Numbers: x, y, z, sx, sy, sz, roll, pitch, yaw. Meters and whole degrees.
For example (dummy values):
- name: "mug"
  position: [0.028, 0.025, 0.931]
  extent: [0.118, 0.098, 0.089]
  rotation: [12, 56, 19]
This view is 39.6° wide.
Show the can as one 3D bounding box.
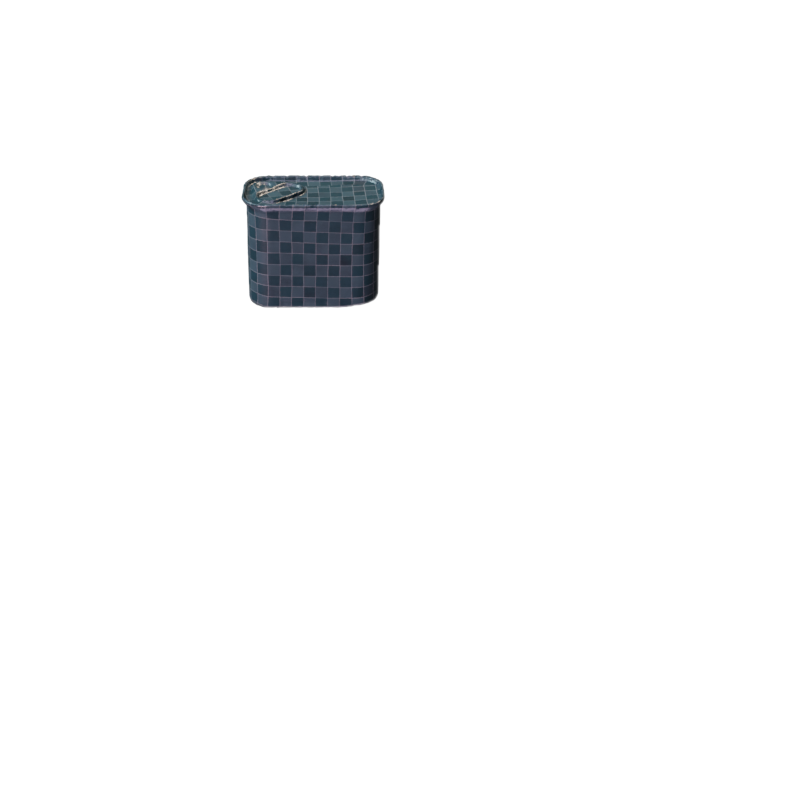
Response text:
- name: "can"
  position: [-0.064, -0.116, 0.814]
  extent: [0.102, 0.079, 0.061]
  rotation: [0, 28, -1]
